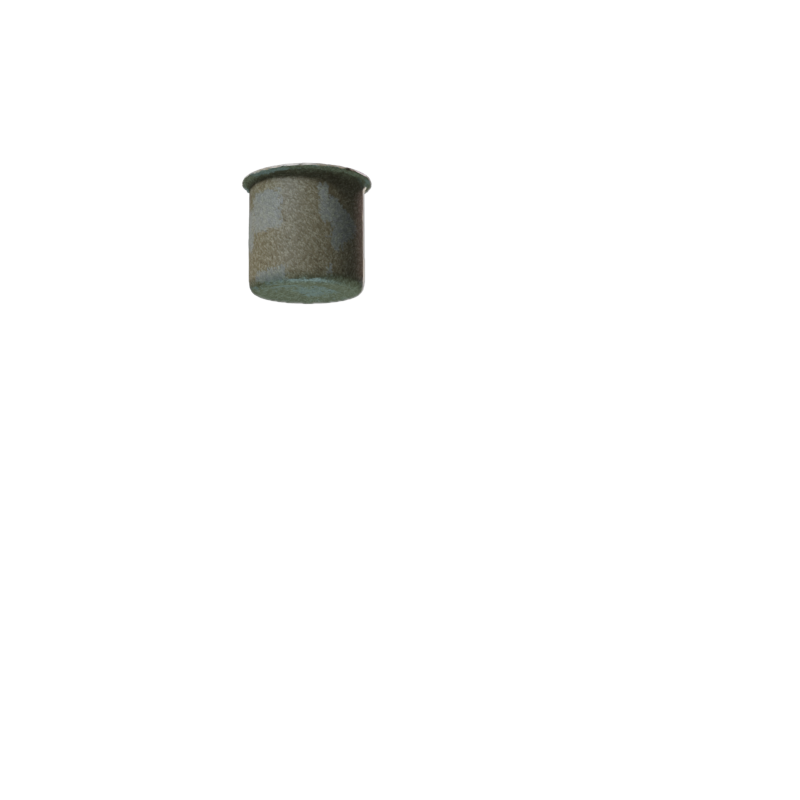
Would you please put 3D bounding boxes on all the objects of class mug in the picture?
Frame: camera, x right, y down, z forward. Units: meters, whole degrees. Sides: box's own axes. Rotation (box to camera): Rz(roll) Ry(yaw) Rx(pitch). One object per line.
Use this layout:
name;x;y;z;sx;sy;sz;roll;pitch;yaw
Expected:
mug;-0.062;-0.113;0.794;0.095;0.084;0.111;-4;-10;20
